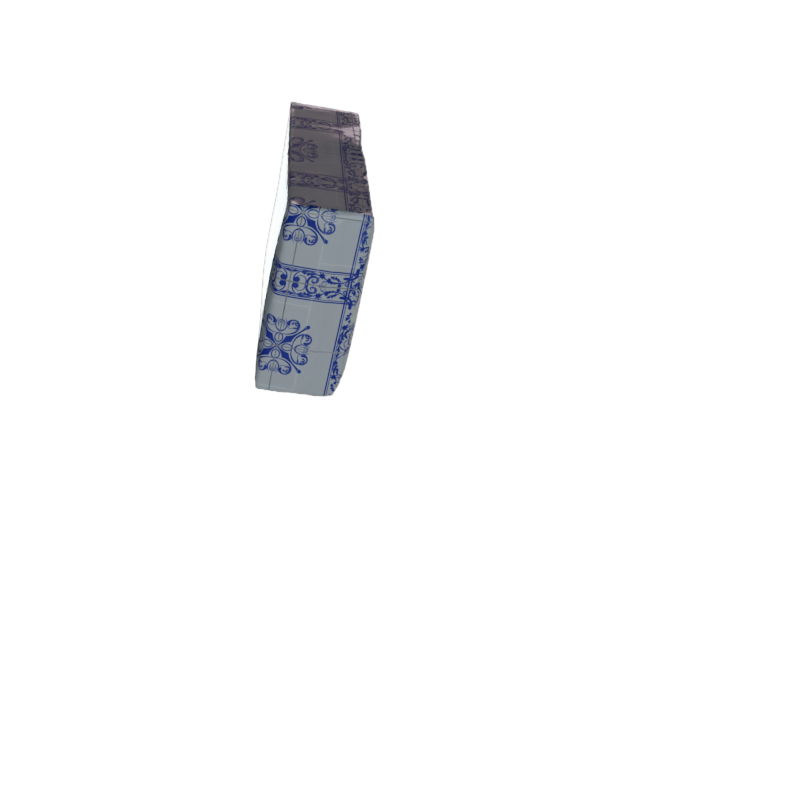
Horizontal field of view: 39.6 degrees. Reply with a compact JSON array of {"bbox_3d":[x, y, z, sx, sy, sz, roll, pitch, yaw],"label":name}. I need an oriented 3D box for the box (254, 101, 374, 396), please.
[{"bbox_3d":[-0.072,-0.131,0.916,0.071,0.156,0.228,8,31,-9],"label":"box"}]
